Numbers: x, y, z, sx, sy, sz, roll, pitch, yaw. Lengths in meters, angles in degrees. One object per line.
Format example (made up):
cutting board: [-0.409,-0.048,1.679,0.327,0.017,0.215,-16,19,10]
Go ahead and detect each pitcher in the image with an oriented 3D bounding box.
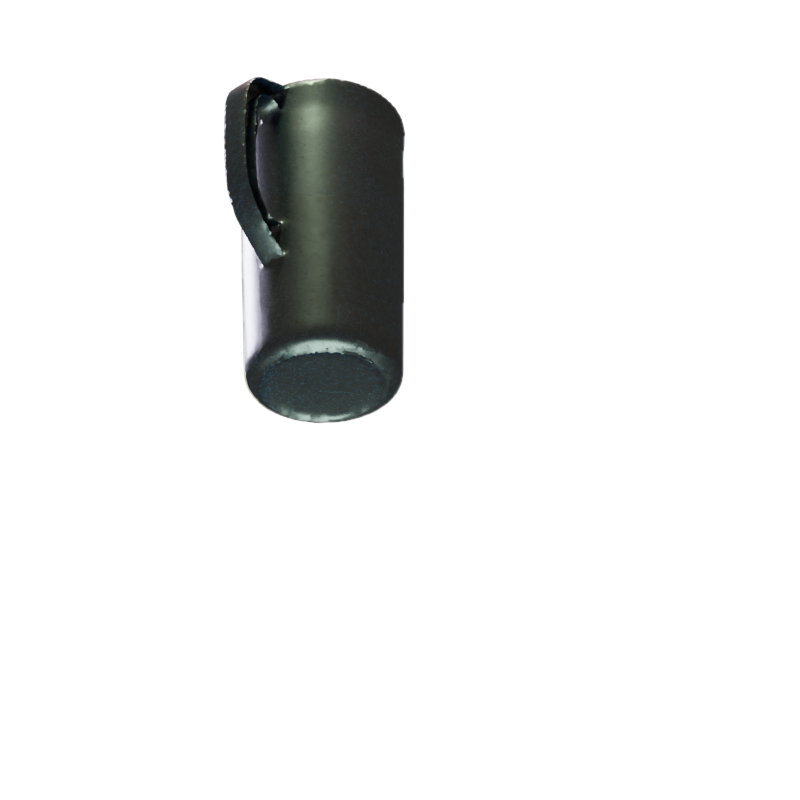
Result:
pitcher: [-0.064,-0.116,0.812,0.147,0.260,0.137,5,-37,-10]
